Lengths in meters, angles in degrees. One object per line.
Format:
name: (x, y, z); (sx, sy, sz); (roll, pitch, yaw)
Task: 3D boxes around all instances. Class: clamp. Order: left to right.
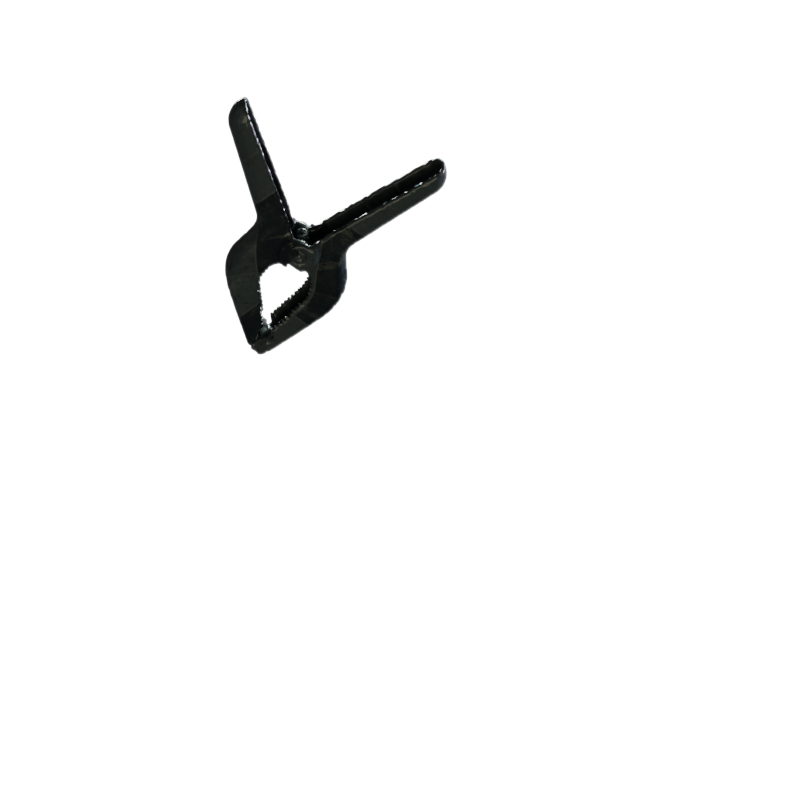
clamp: (-0.066, -0.120, 0.842); (0.162, 0.199, 0.039); (12, 34, -9)
